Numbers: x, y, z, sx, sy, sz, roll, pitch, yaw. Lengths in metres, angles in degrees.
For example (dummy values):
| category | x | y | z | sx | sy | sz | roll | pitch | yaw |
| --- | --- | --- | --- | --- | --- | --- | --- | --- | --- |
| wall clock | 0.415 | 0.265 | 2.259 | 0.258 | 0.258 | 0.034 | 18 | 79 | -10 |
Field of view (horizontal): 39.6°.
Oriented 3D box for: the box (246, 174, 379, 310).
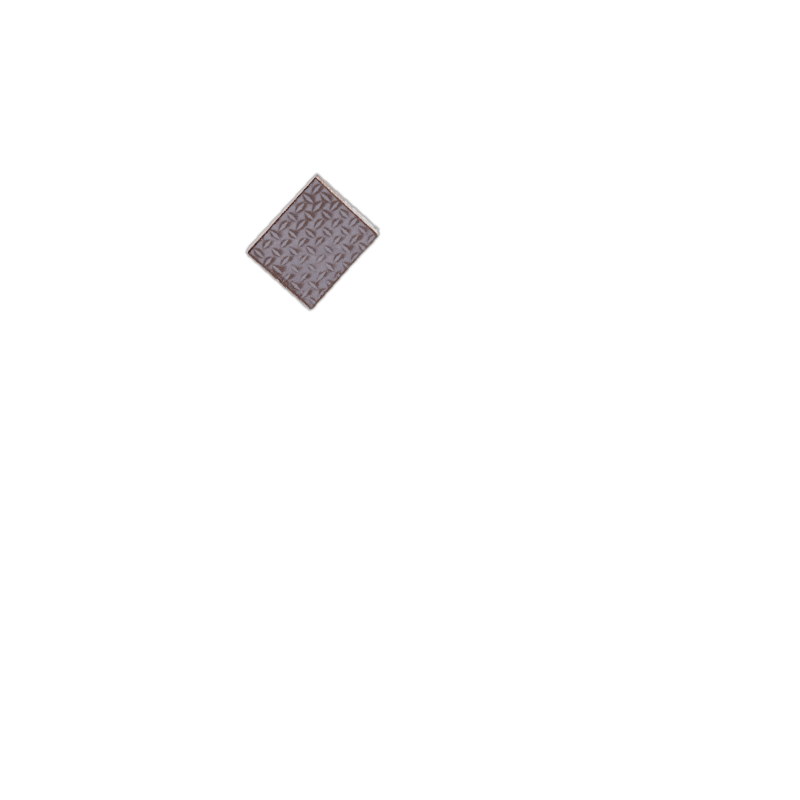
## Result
| category | x | y | z | sx | sy | sz | roll | pitch | yaw |
| --- | --- | --- | --- | --- | --- | --- | --- | --- | --- |
| box | -0.073 | -0.133 | 0.928 | 0.072 | 0.089 | 0.031 | 42 | 5 | -6 |
